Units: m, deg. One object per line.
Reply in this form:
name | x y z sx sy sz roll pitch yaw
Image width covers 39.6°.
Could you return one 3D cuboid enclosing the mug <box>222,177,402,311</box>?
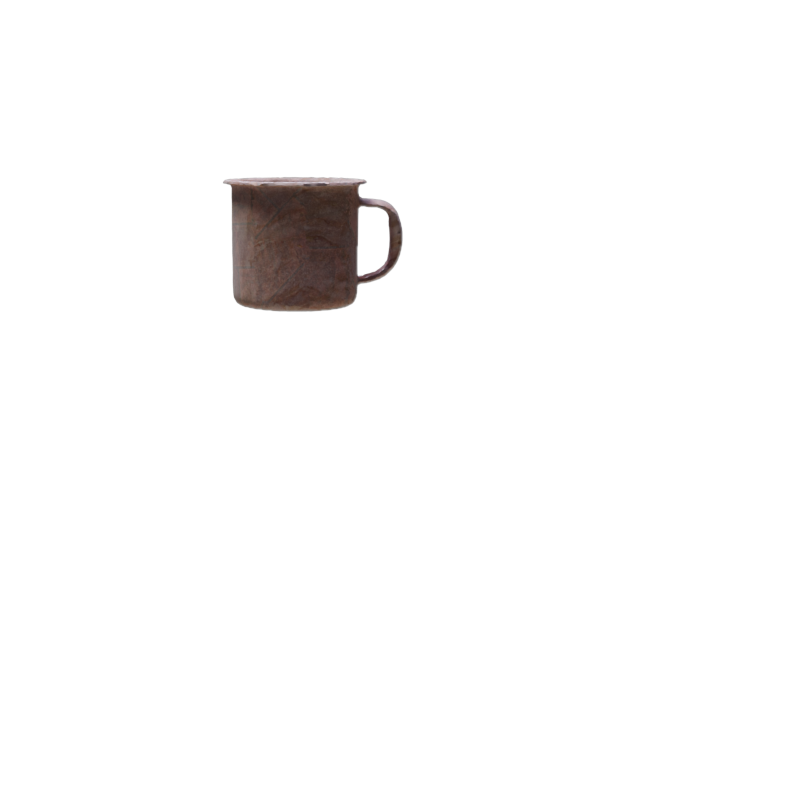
mug | -0.057 -0.103 0.723 0.116 0.080 0.096 -1 10 -9
